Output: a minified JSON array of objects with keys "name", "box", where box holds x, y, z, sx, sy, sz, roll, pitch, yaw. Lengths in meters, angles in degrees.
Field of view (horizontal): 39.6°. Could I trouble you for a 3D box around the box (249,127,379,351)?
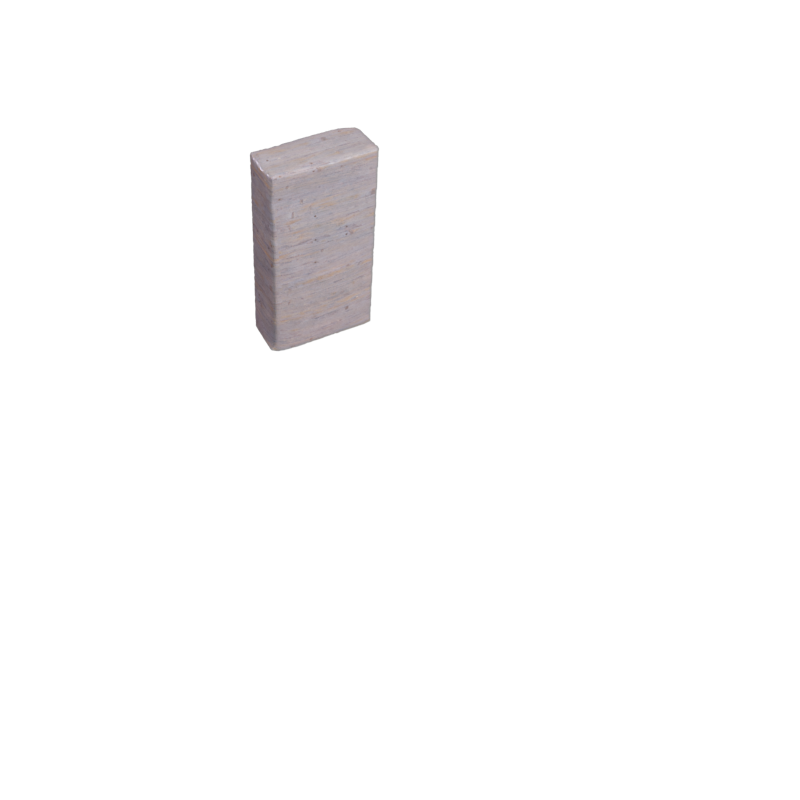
[{"name":"box","box":[-0.069,-0.126,0.878,0.092,0.165,0.052,-18,43,-24]}]
